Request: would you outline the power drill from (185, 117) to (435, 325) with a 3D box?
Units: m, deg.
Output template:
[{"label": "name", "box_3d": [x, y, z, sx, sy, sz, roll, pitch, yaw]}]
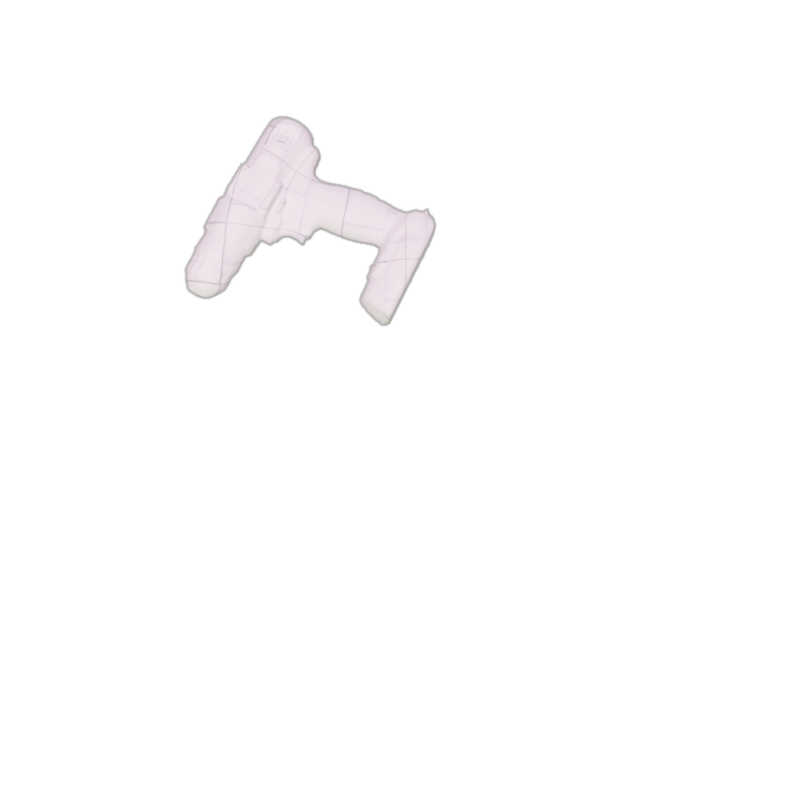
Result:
[{"label": "power drill", "box_3d": [-0.078, -0.141, 0.991, 0.190, 0.188, 0.056, 27, -12, 6]}]
